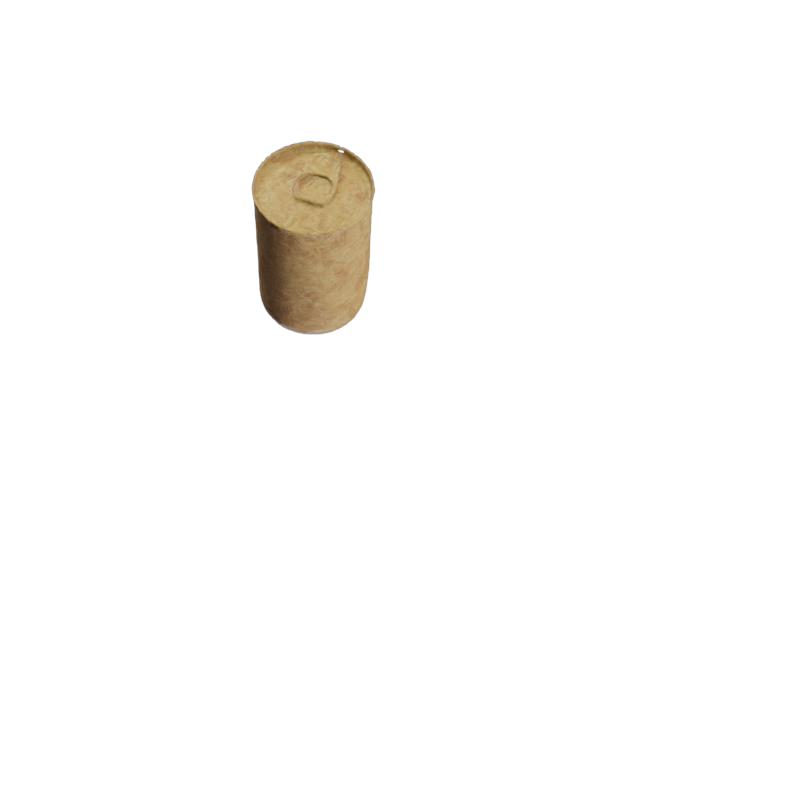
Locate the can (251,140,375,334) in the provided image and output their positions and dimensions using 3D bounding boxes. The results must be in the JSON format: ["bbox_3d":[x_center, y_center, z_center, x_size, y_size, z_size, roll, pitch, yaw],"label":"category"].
[{"bbox_3d":[-0.051,-0.093,0.650,0.068,0.073,0.096,0,-33,-3],"label":"can"}]
